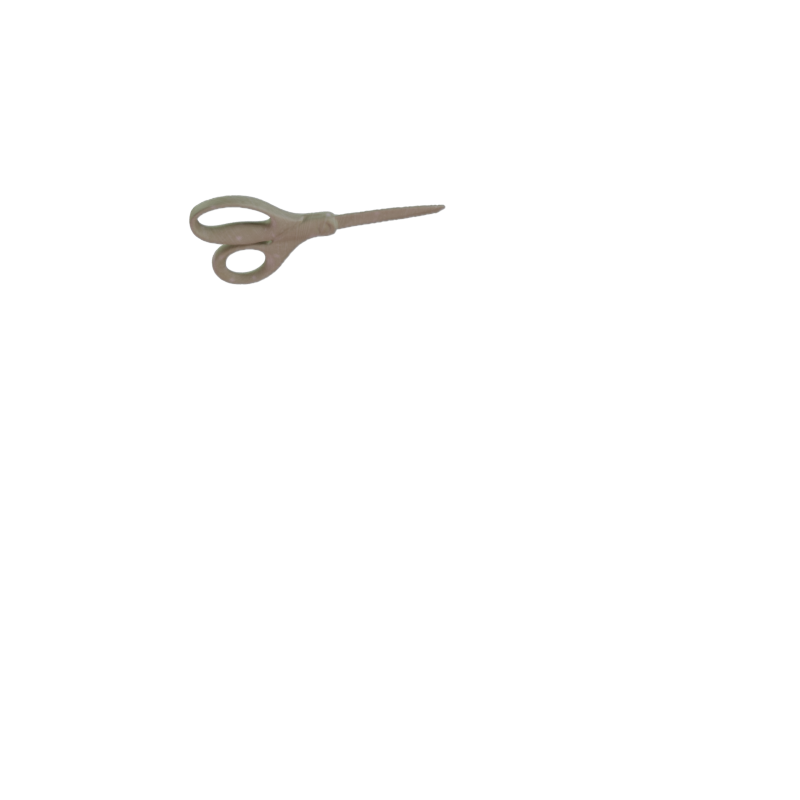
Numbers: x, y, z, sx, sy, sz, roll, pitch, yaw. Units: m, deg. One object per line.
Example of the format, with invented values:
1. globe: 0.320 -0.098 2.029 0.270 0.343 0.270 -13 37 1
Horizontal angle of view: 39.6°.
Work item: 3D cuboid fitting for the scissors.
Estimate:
1. scissors: -0.070 -0.129 0.901 0.200 0.017 0.090 4 -45 -4
